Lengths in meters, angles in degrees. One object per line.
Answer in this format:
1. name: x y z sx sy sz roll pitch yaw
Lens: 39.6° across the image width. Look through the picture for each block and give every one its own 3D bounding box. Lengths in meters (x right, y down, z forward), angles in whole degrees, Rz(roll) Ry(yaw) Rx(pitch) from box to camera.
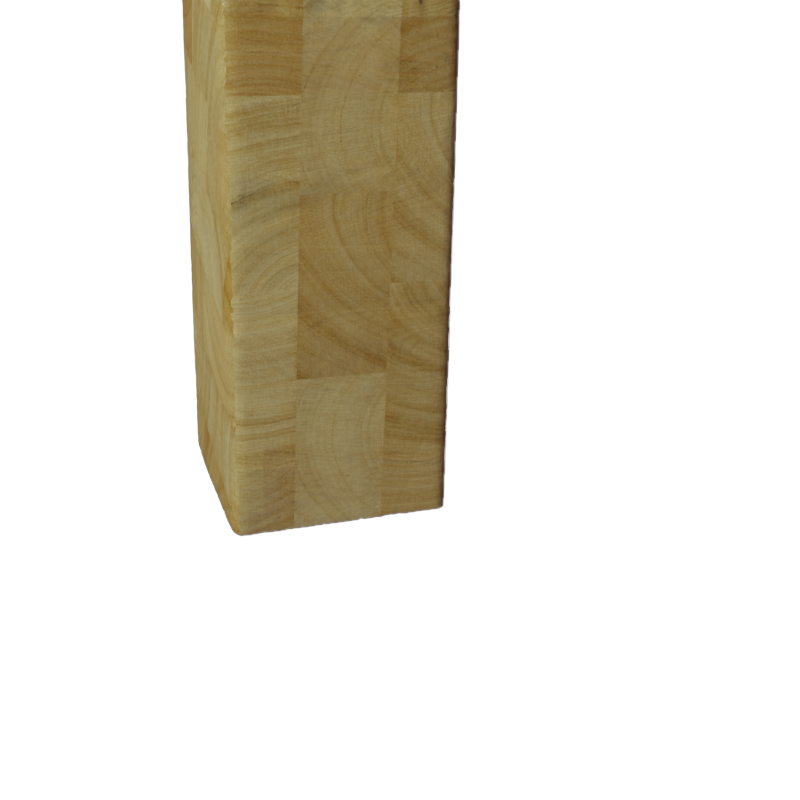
1. block: -0.035 -0.064 0.448 0.089 0.198 0.095 -4 19 -17
